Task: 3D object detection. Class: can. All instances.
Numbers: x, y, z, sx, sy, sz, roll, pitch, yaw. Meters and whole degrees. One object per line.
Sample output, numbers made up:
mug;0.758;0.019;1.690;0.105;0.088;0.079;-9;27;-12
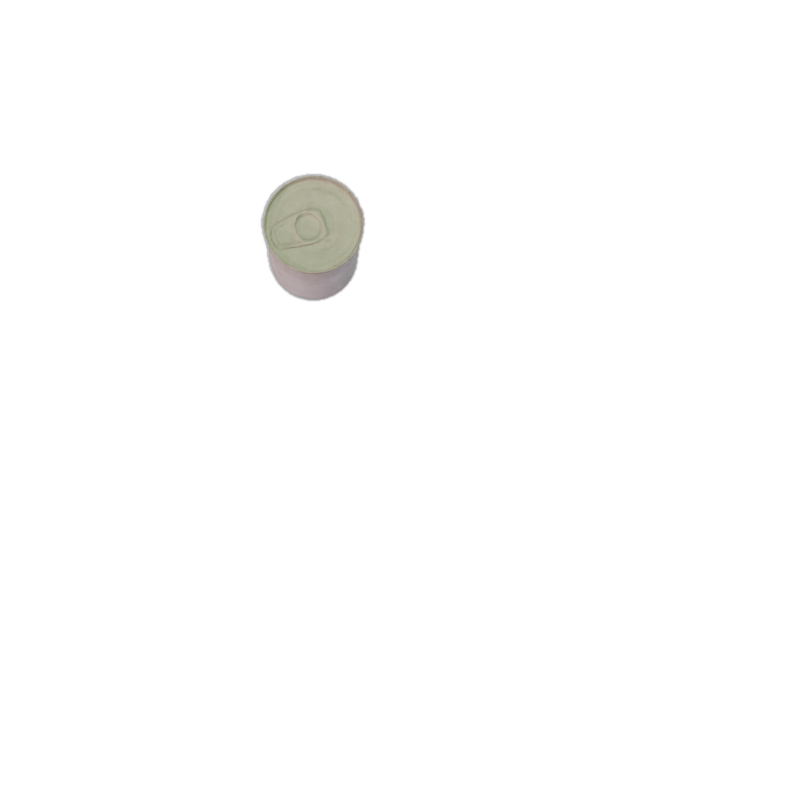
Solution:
can;-0.062;-0.112;0.788;0.068;0.070;0.100;0;-9;-3
